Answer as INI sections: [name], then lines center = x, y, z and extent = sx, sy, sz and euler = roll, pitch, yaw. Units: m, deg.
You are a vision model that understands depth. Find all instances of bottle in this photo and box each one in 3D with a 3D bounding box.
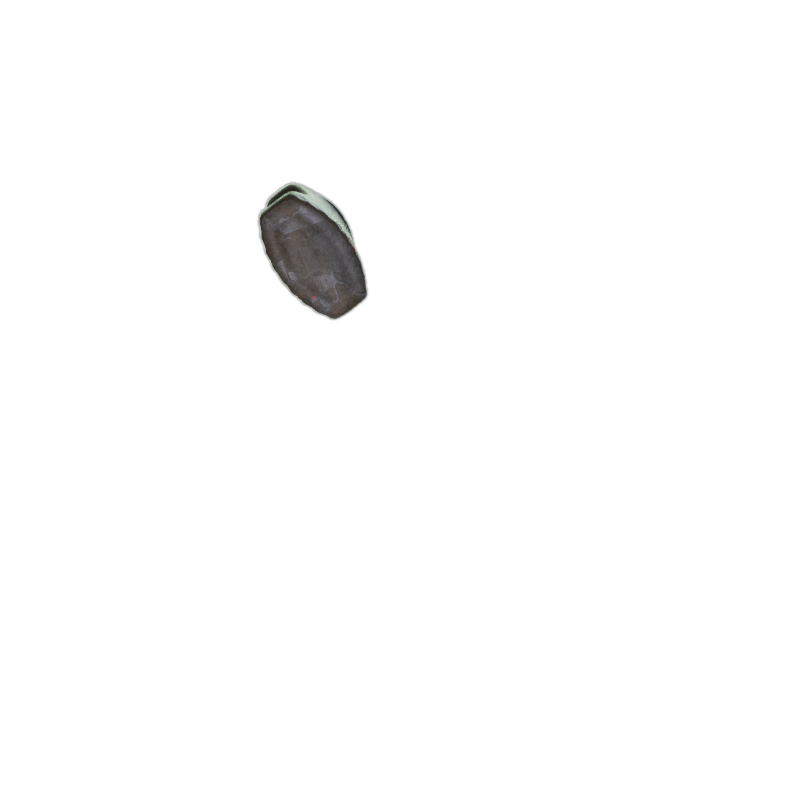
[bottle]
center = -0.069, -0.126, 0.883
extent = 0.058, 0.094, 0.197
euler = -38, 13, 6
